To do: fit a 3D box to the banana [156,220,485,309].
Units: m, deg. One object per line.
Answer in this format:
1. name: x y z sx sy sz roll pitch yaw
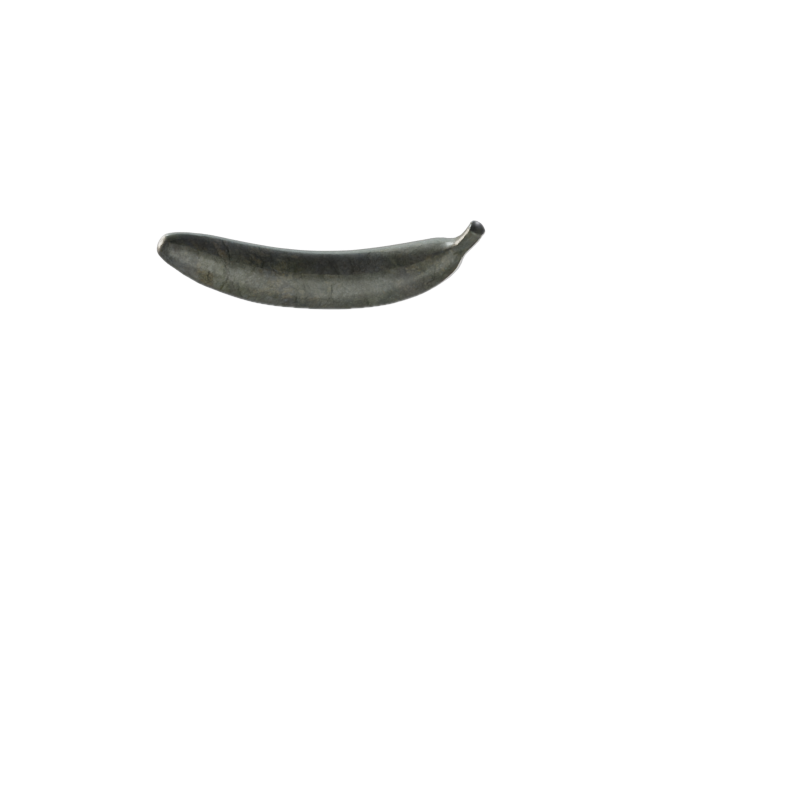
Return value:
1. banana: -0.048 -0.085 0.689 0.198 0.064 0.039 -3 45 3
